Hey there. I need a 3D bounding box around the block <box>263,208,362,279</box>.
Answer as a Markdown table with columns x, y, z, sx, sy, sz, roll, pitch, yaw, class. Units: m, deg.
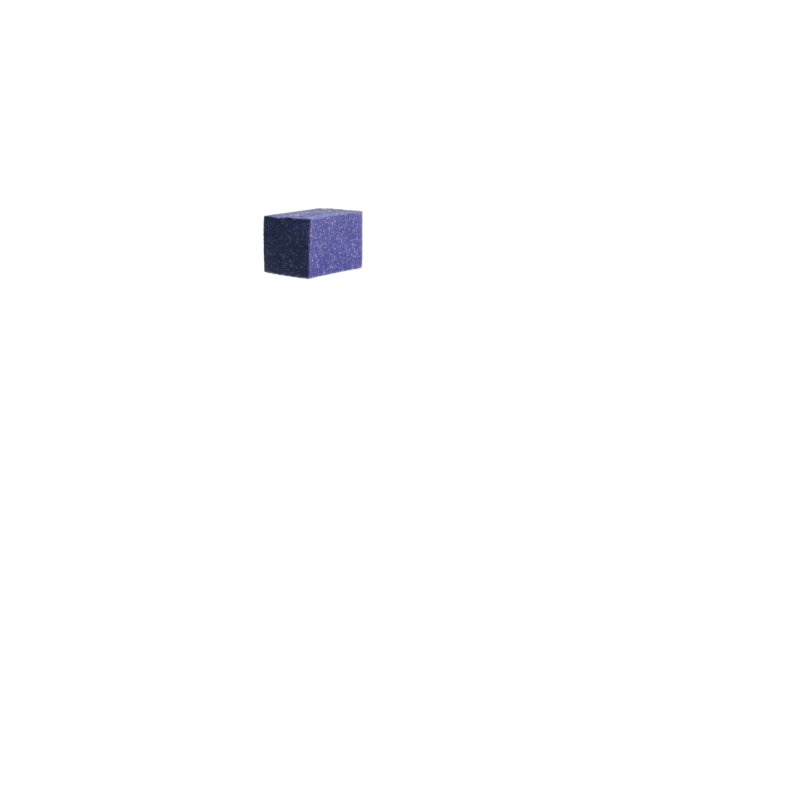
| x | y | z | sx | sy | sz | roll | pitch | yaw | class |
| --- | --- | --- | --- | --- | --- | --- | --- | --- | --- |
| -0.076 | -0.138 | 0.965 | 0.055 | 0.050 | 0.076 | 9 | 16 | 34 | block |
